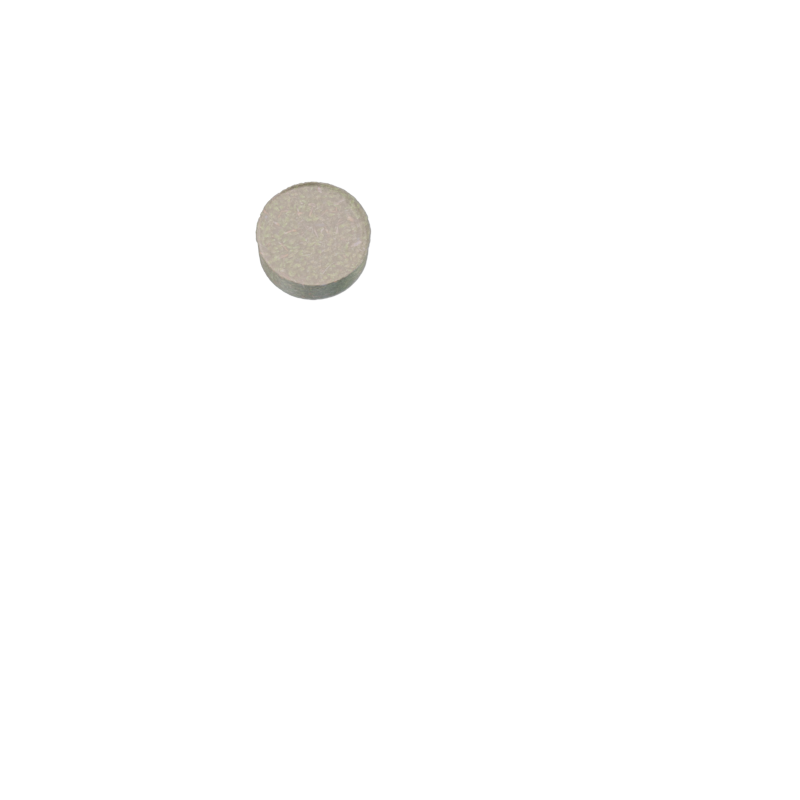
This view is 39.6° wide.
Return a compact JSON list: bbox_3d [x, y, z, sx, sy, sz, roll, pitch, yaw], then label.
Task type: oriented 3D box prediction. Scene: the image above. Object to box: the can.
[{"bbox_3d":[-0.066,-0.120,0.838,0.086,0.091,0.032,-1,-23,-1],"label":"can"}]
